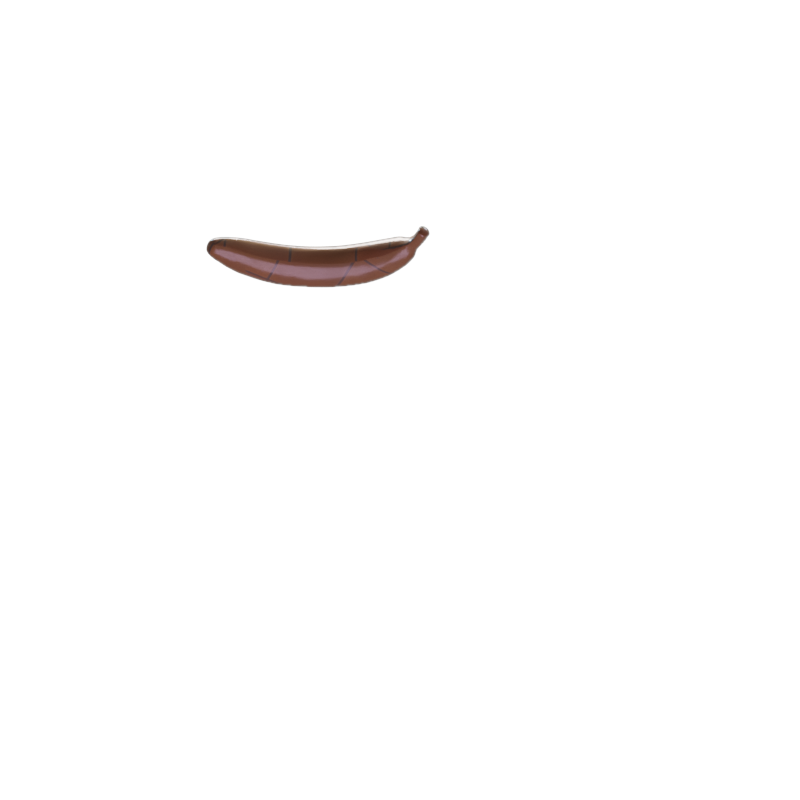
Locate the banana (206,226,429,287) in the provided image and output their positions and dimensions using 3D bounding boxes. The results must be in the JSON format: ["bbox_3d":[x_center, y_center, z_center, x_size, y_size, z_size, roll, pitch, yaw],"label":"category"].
[{"bbox_3d":[-0.072,-0.130,1.002,0.199,0.039,0.064,-4,-42,4],"label":"banana"}]
